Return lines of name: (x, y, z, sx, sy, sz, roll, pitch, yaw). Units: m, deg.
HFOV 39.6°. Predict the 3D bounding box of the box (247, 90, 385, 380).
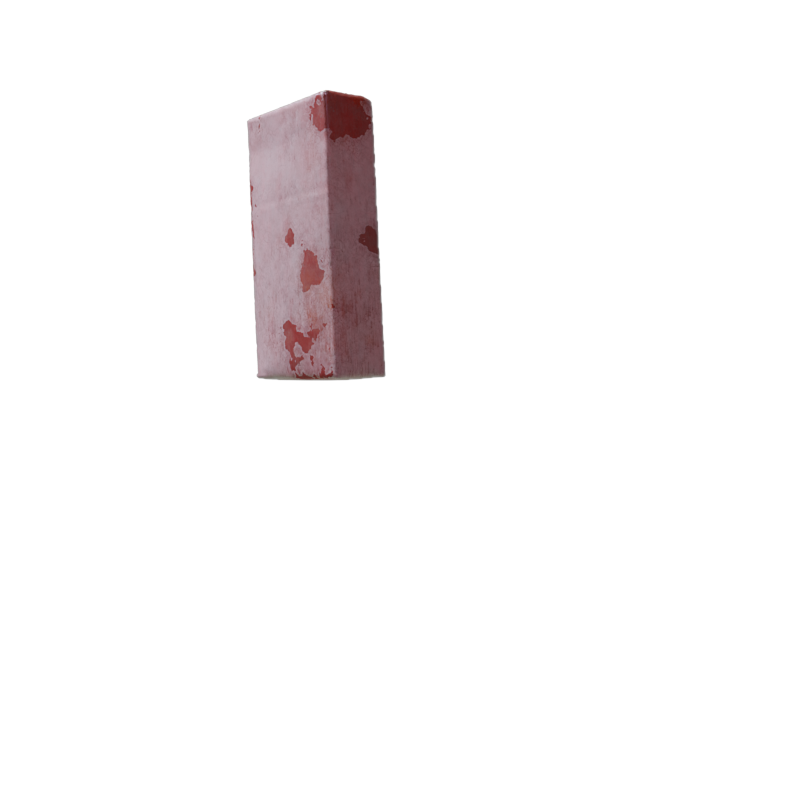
box: (-0.055, -0.101, 0.711, 0.046, 0.179, 0.096, 5, -8, -38)
